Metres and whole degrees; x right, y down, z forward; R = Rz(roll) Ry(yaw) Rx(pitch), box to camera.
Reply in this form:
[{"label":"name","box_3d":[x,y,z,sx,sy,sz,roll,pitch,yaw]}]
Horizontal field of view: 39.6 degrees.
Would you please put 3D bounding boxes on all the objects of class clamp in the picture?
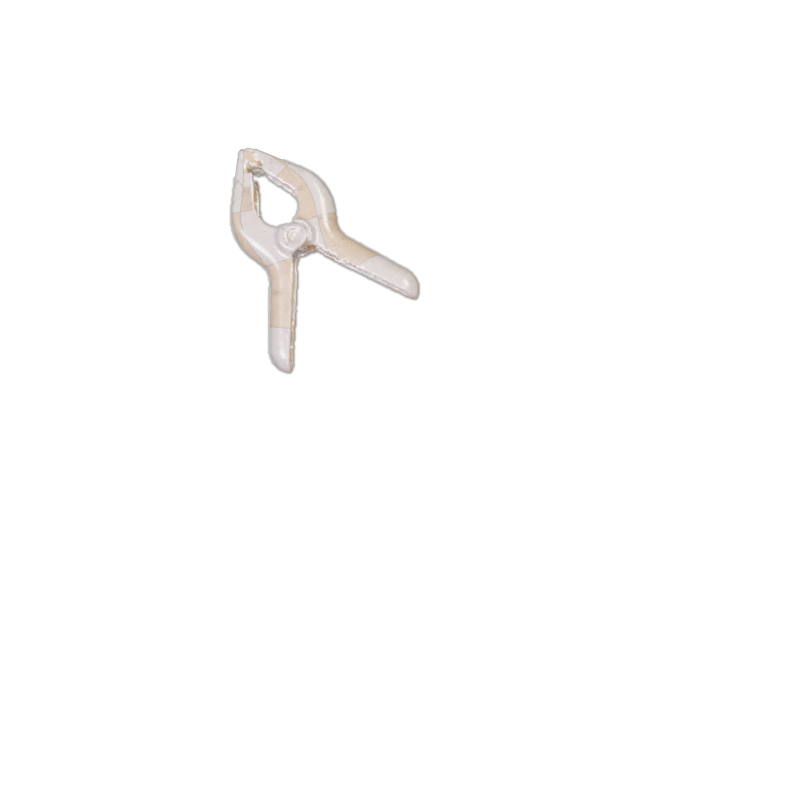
[{"label":"clamp","box_3d":[-0.065,-0.118,0.828,0.120,0.178,0.038,-21,-13,-5]}]
